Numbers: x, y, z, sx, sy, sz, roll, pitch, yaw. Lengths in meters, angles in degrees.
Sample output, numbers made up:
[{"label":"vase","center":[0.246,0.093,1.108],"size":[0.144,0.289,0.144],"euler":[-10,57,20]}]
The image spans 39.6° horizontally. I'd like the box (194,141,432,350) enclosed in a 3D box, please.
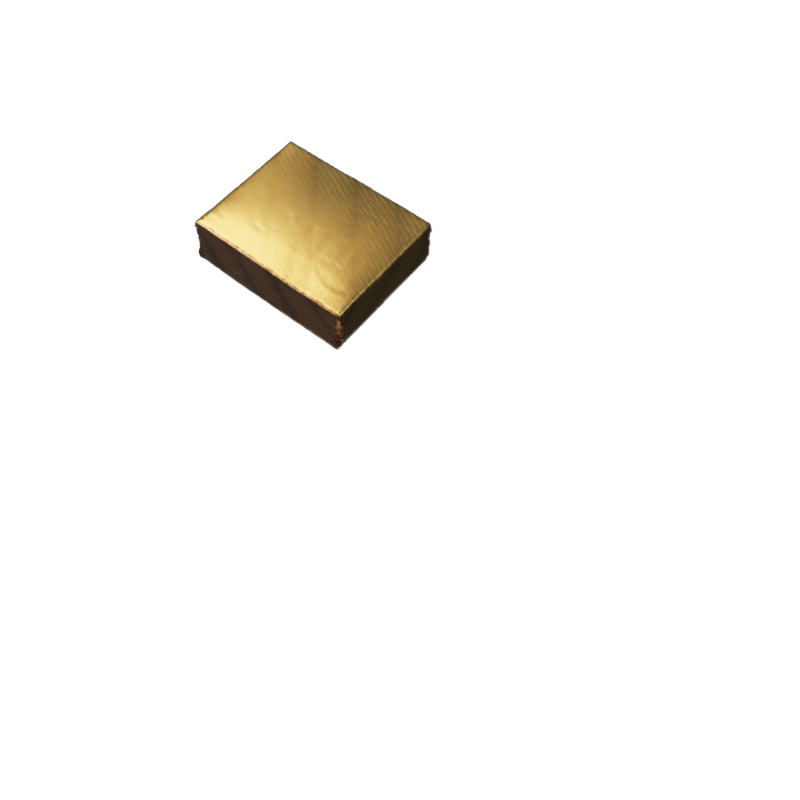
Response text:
[{"label":"box","center":[-0.052,-0.095,0.665],"size":[0.119,0.036,0.091],"euler":[32,58,22]}]
